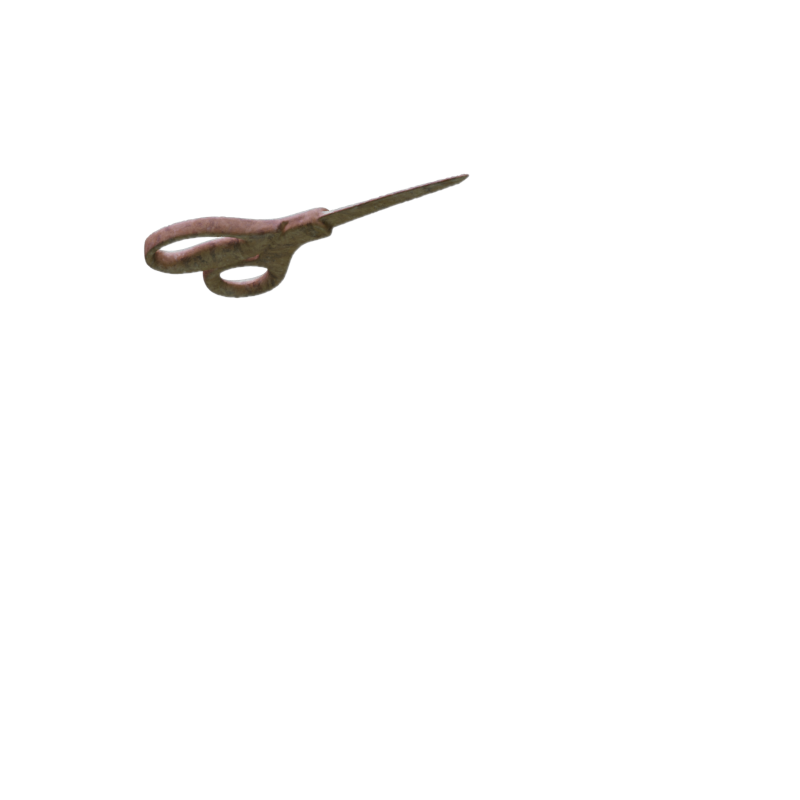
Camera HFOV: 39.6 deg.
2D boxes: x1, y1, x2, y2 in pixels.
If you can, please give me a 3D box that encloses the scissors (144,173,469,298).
[{"bbox_3d":[-0.051,-0.093,0.650,0.205,0.017,0.090,-6,-22,15],"label":"scissors"}]
